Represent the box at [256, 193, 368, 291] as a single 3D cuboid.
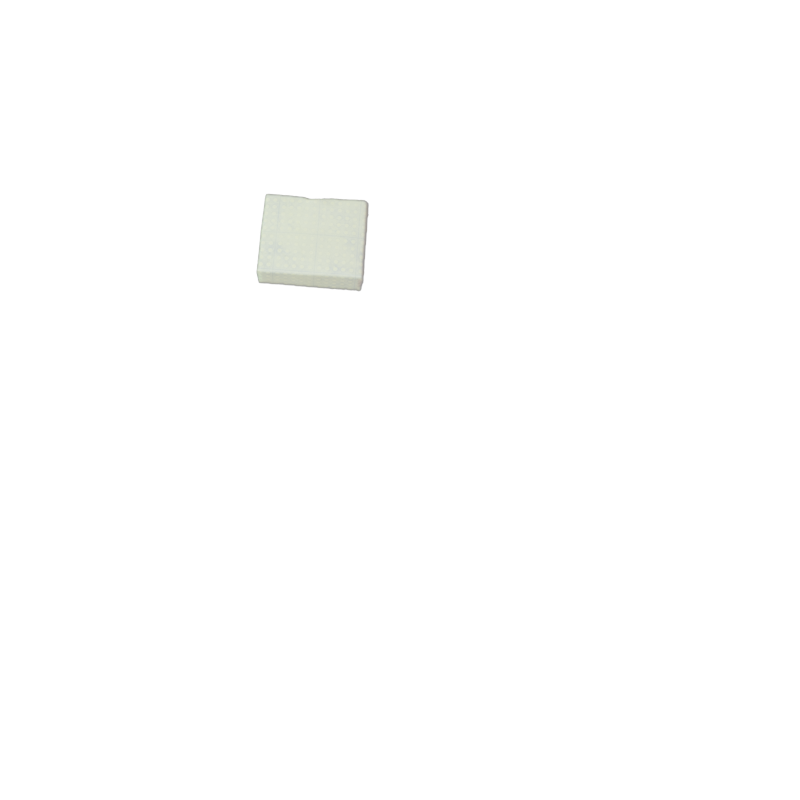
[{"bbox_3d":[-0.073,-0.133,0.931,0.089,0.077,0.029,4,-24,1],"label":"box"}]
